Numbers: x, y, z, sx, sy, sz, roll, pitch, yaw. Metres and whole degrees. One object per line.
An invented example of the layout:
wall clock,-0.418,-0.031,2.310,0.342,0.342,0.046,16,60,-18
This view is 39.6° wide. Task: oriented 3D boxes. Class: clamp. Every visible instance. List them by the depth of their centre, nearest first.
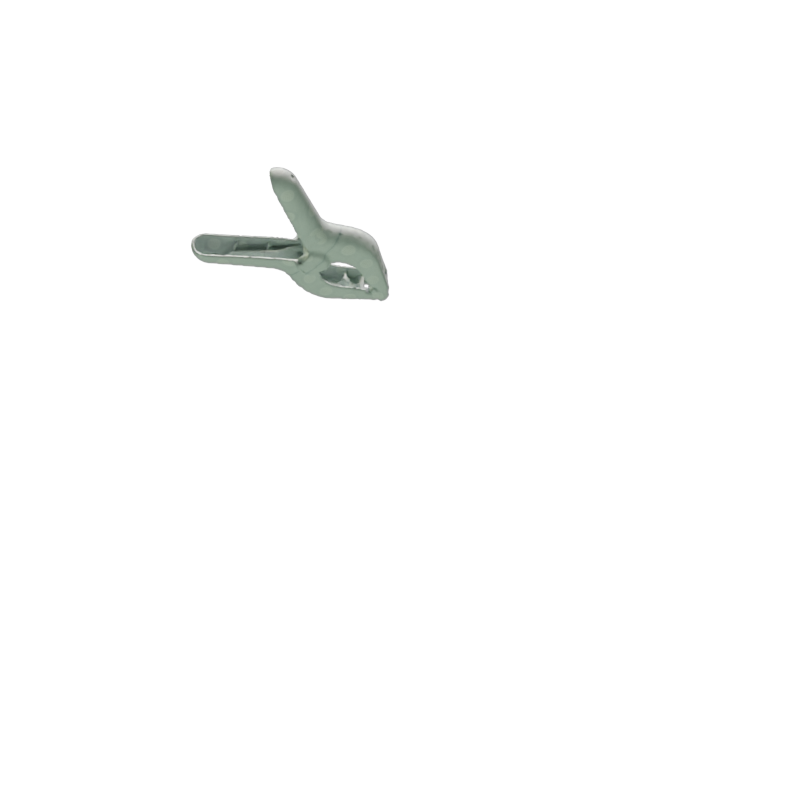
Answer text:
clamp,-0.071,-0.129,0.905,0.164,0.042,0.118,15,-31,-28
